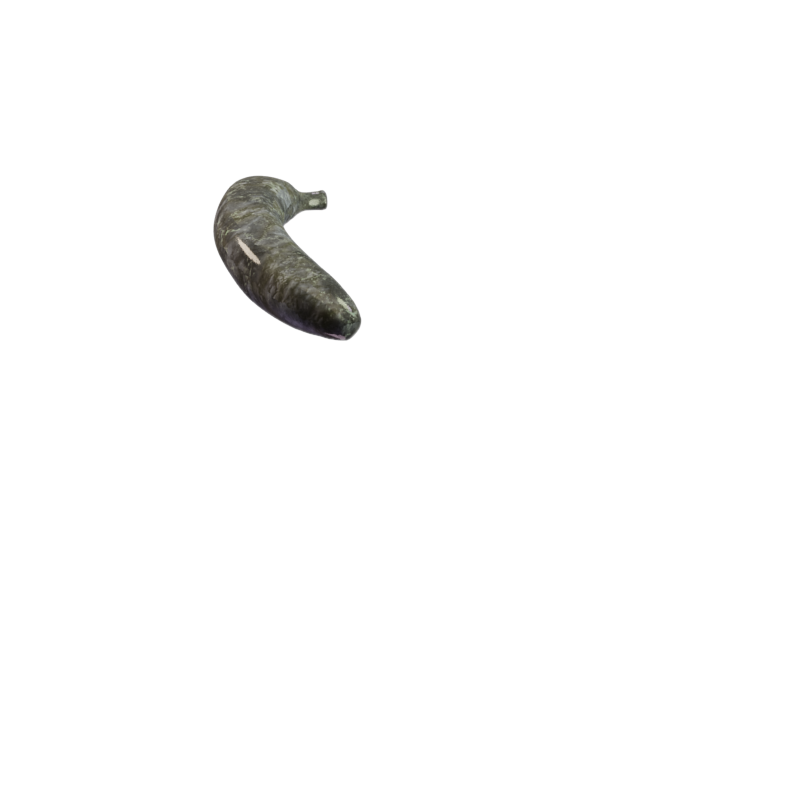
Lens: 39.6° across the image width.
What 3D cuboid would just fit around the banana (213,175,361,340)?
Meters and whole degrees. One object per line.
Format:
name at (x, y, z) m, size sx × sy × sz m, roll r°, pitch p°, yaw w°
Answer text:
banana at (-0.065, -0.085, 0.592) m, size 0.069 × 0.035 × 0.210 m, roll -3°, pitch 29°, yaw -7°
